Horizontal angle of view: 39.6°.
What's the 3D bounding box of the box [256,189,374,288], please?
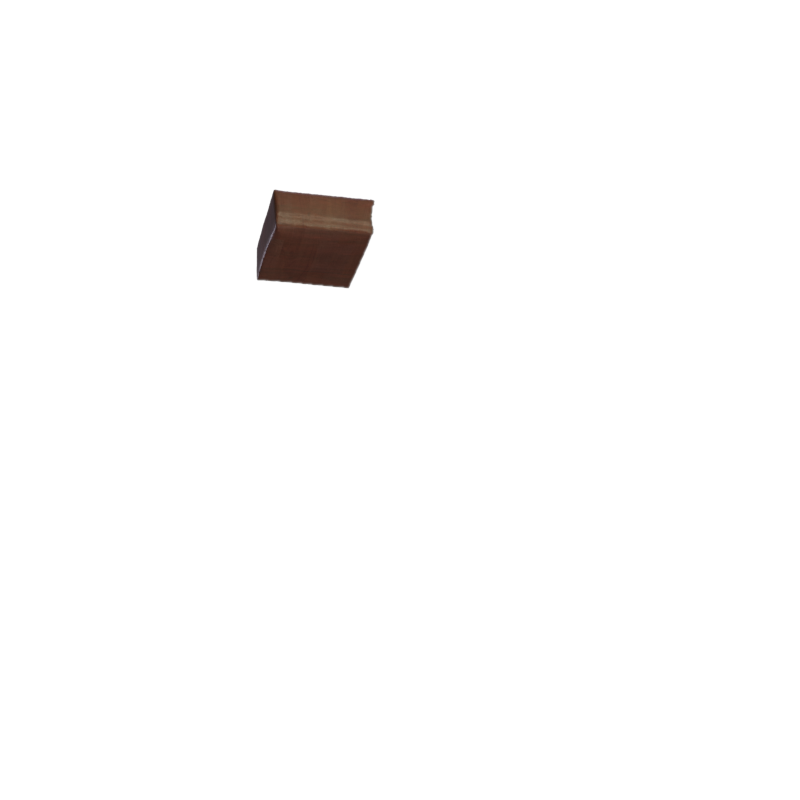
[{"bbox_3d":[-0.078,-0.142,0.995,0.088,0.041,0.109,4,-21,-12],"label":"box"}]
